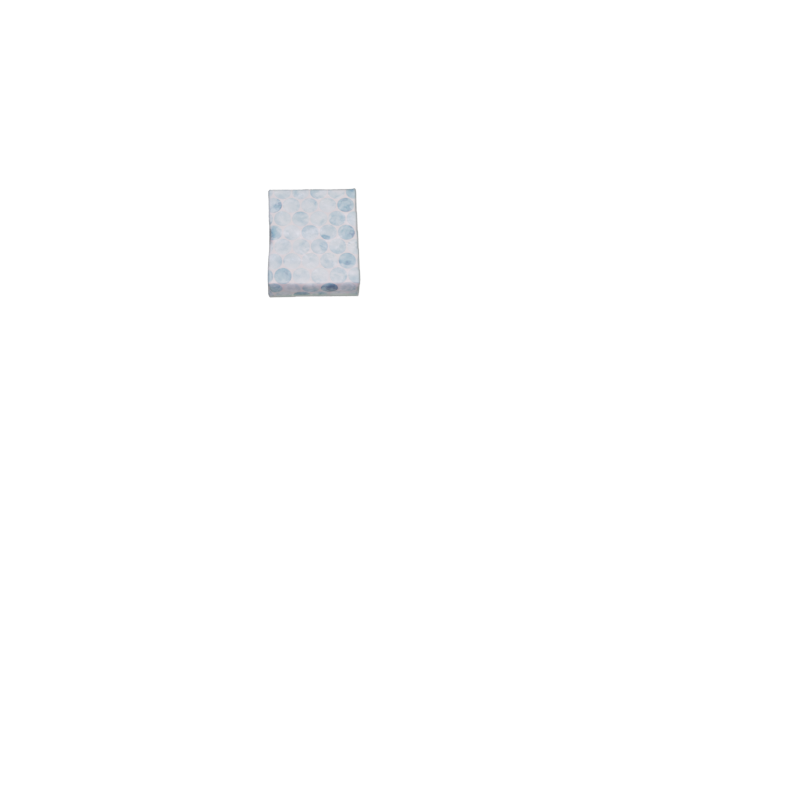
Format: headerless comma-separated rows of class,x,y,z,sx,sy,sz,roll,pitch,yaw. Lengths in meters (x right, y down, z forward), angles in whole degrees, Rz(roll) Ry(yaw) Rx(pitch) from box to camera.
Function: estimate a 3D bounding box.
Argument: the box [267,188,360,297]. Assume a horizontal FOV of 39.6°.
box,-0.070,-0.128,0.897,0.073,0.095,0.028,-1,-26,-1
